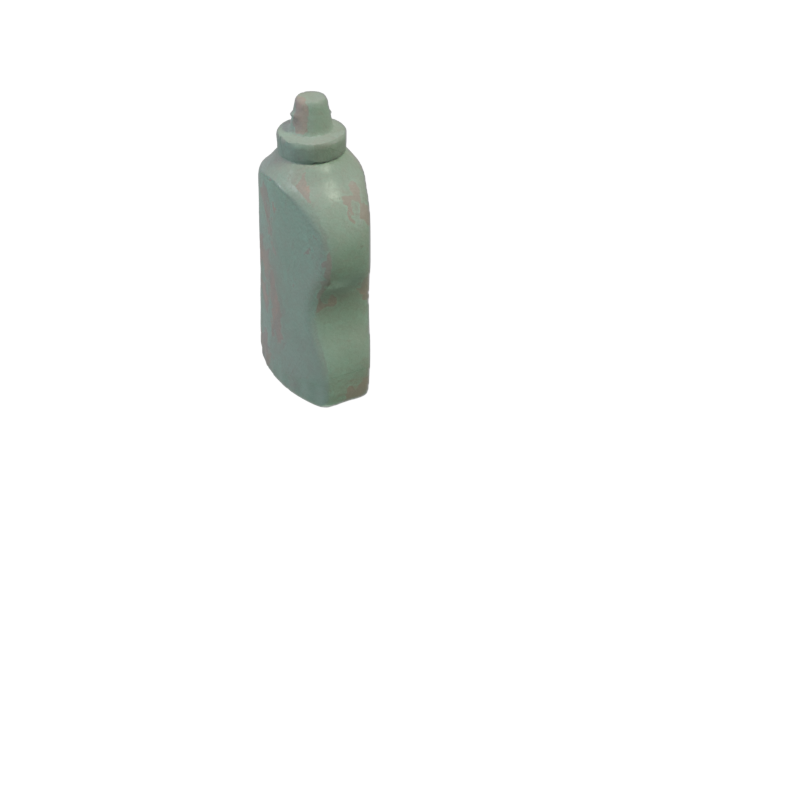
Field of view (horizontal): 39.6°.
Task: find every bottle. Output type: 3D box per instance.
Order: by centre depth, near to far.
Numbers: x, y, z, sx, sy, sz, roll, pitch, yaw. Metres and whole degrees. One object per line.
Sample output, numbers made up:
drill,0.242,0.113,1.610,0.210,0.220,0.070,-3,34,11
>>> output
bottle,-0.053,-0.097,0.677,0.057,0.180,0.104,-14,36,-24
